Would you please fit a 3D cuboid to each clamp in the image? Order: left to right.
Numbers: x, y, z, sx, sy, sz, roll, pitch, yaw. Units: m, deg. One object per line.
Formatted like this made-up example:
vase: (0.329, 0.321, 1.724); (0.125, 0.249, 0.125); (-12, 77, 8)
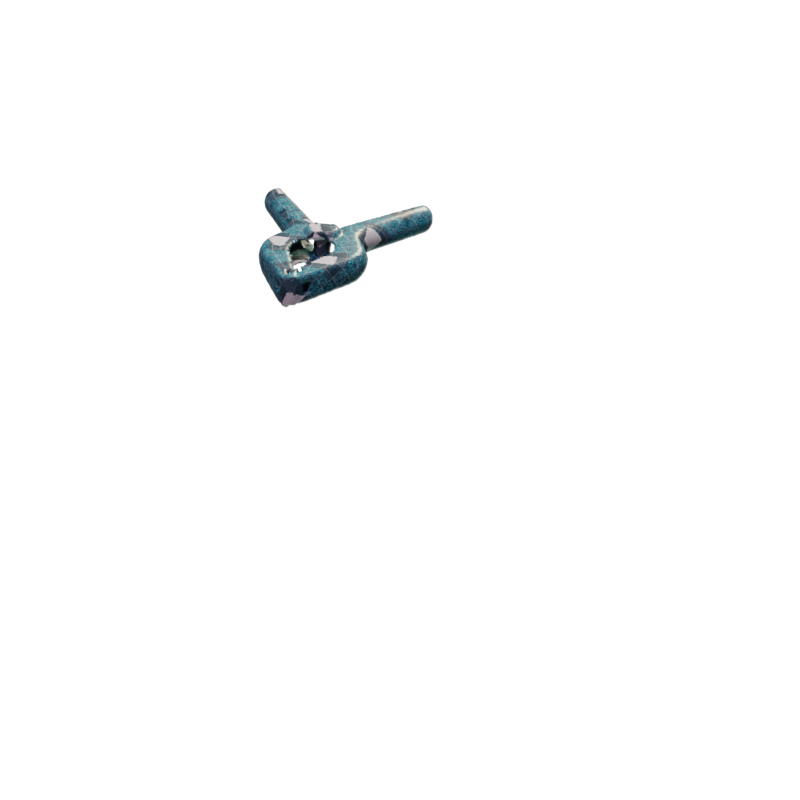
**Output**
clamp: (-0.078, -0.142, 0.995); (0.170, 0.034, 0.215); (11, 31, 18)
